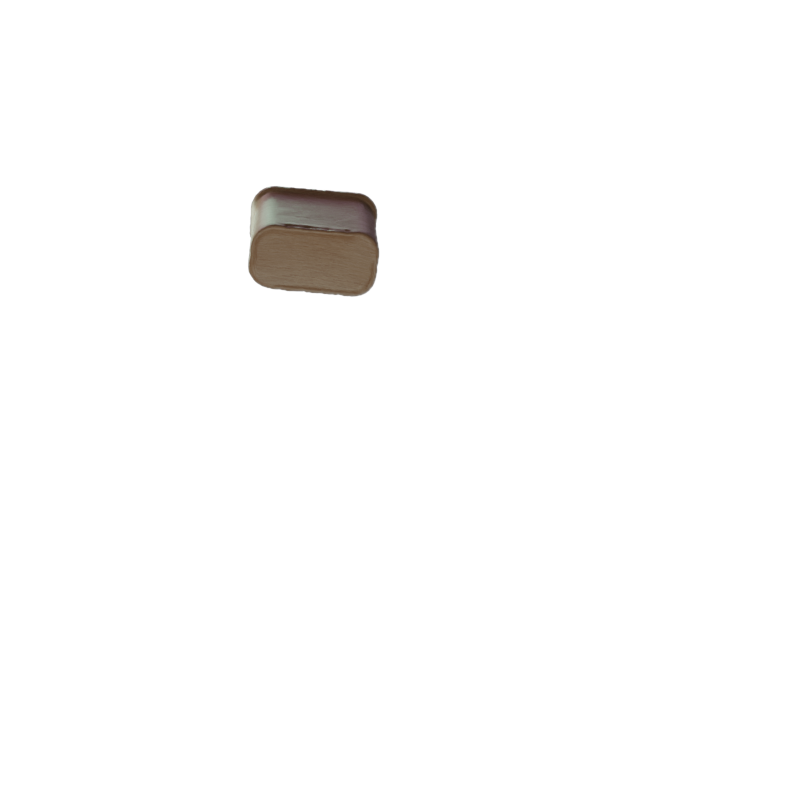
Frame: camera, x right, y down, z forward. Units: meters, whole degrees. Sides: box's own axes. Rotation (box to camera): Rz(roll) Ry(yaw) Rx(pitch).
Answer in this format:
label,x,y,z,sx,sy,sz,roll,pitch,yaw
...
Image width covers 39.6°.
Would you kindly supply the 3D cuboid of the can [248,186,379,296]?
label,x,y,z,sx,sy,sz,roll,pitch,yaw
can,-0.067,-0.122,0.857,0.101,0.055,0.088,4,27,-4
